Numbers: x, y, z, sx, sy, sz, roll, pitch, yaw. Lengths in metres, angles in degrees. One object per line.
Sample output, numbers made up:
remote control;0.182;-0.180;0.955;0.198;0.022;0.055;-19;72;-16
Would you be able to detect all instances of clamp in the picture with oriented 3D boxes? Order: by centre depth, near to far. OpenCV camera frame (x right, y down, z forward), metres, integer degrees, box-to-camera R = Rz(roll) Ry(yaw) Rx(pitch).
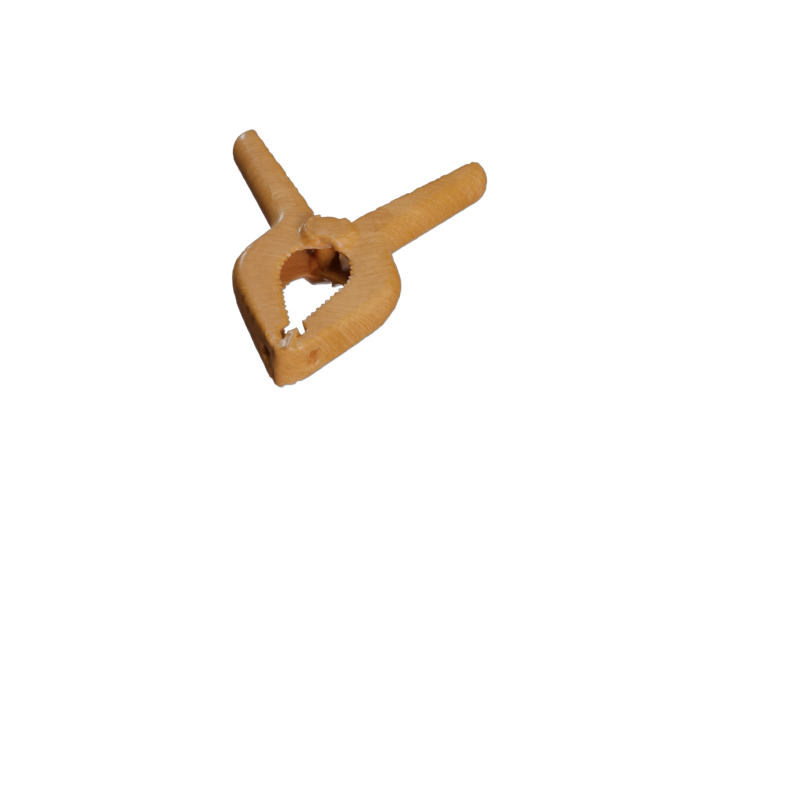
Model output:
clamp;-0.051;-0.093;0.650;0.169;0.034;0.220;12;44;13
